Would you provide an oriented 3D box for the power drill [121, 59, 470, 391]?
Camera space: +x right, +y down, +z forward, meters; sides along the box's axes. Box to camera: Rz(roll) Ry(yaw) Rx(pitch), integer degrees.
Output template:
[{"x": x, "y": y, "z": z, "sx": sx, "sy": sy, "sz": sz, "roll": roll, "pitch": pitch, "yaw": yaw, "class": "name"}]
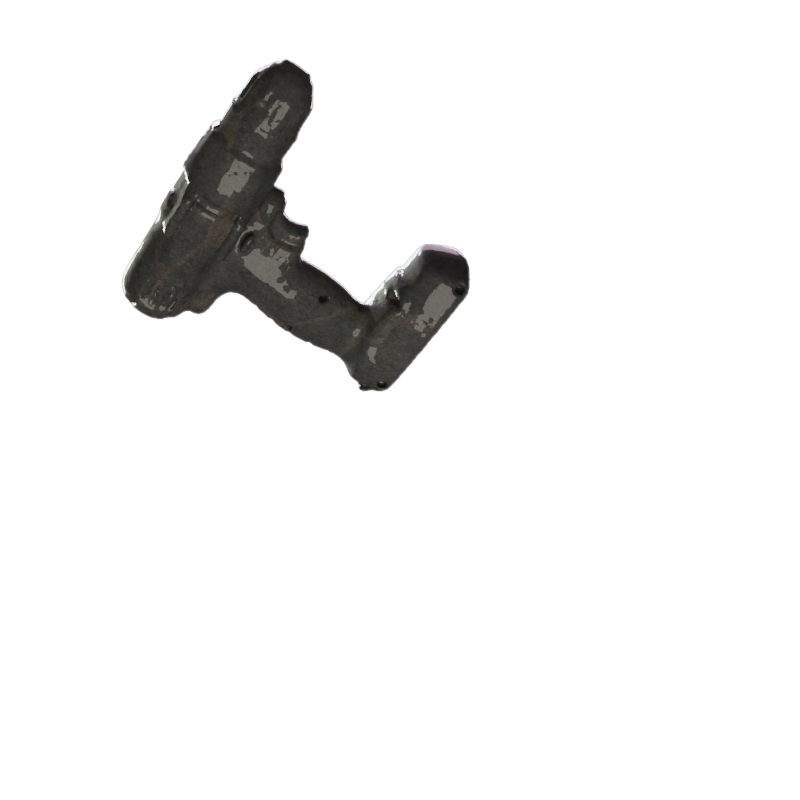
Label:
[{"x": -0.053, "y": -0.097, "z": 0.680, "sx": 0.181, "sy": 0.180, "sz": 0.061, "roll": 28, "pitch": 29, "yaw": -18, "class": "power drill"}]
